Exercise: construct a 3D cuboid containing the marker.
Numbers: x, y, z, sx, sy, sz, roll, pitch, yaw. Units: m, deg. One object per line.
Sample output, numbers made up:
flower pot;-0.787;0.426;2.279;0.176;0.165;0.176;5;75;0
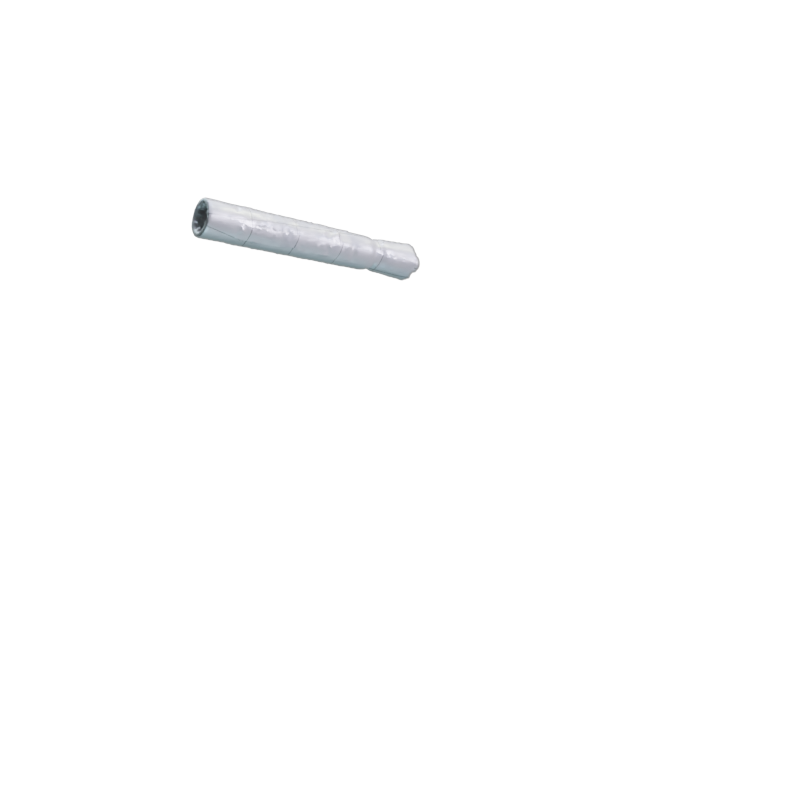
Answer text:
marker;-0.042;-0.076;0.533;0.116;0.020;0.020;8;-1;-30
